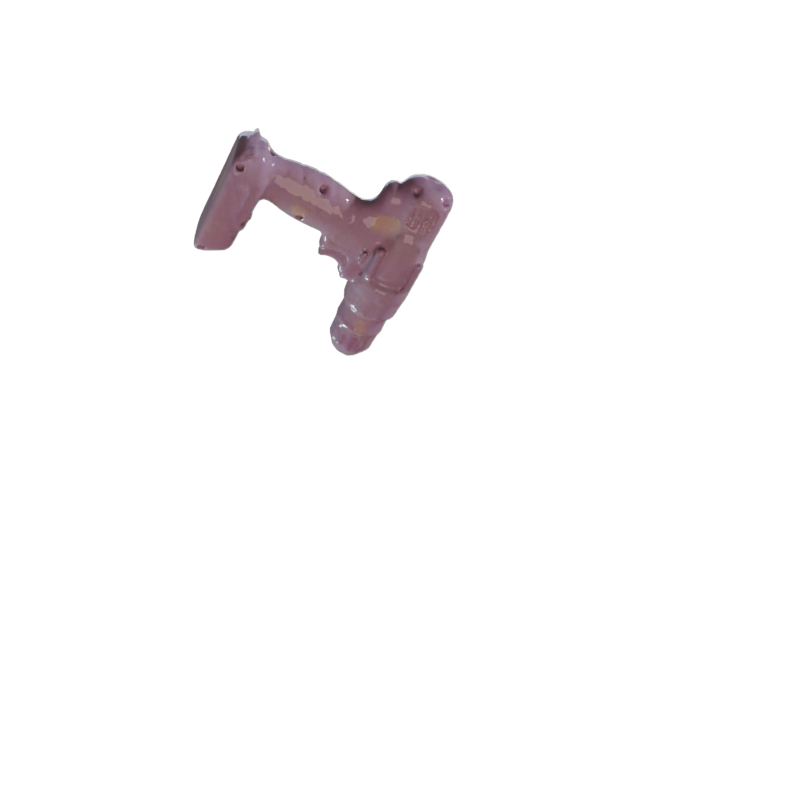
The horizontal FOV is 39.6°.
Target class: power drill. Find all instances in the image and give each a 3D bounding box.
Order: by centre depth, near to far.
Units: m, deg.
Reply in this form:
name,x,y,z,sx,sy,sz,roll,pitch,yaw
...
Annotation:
name,x,y,z,sx,sy,sz,roll,pitch,yaw
power drill,-0.072,-0.132,0.926,0.183,0.177,0.061,20,31,-13
